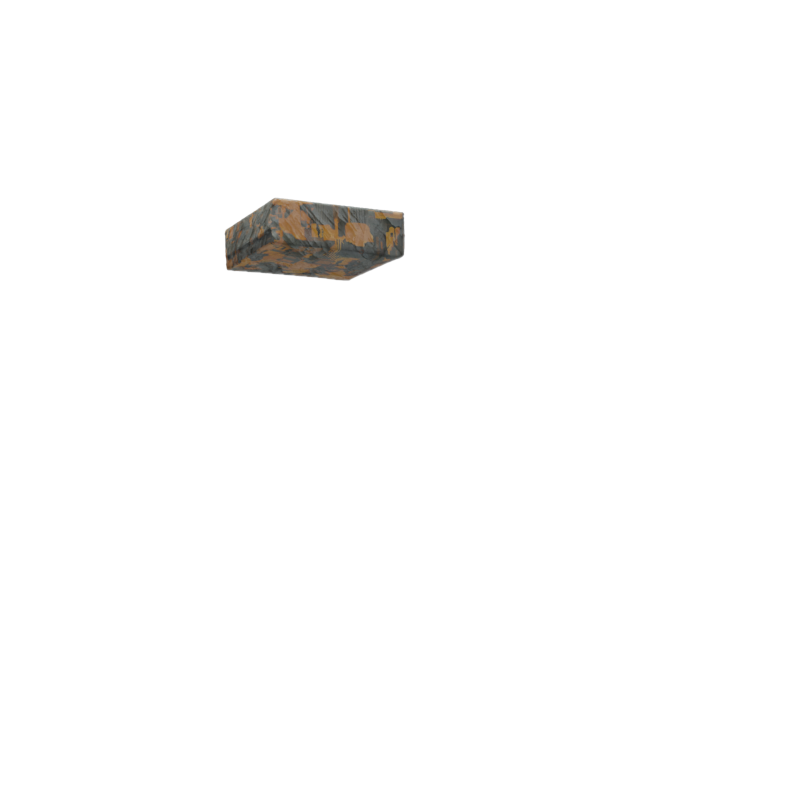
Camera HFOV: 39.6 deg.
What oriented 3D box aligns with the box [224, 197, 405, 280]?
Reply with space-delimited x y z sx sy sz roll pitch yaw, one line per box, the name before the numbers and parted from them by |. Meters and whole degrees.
box | -0.066 -0.121 0.845 0.109 0.040 0.091 4 -10 -29
